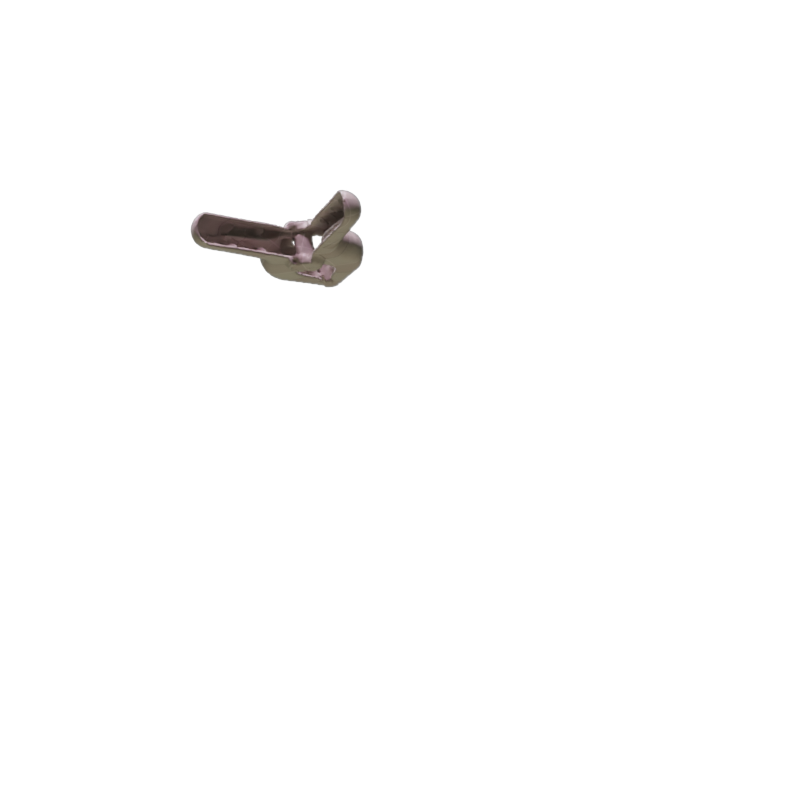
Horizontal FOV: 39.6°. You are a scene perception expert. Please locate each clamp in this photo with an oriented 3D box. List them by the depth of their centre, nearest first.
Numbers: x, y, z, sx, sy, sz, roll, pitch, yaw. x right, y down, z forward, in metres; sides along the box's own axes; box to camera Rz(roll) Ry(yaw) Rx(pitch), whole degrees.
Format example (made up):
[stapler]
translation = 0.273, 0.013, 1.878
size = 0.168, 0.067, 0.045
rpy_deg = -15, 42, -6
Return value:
[clamp]
translation = -0.064, -0.117, 0.821
size = 0.123, 0.040, 0.164
rpy_deg = -2, -5, 22
